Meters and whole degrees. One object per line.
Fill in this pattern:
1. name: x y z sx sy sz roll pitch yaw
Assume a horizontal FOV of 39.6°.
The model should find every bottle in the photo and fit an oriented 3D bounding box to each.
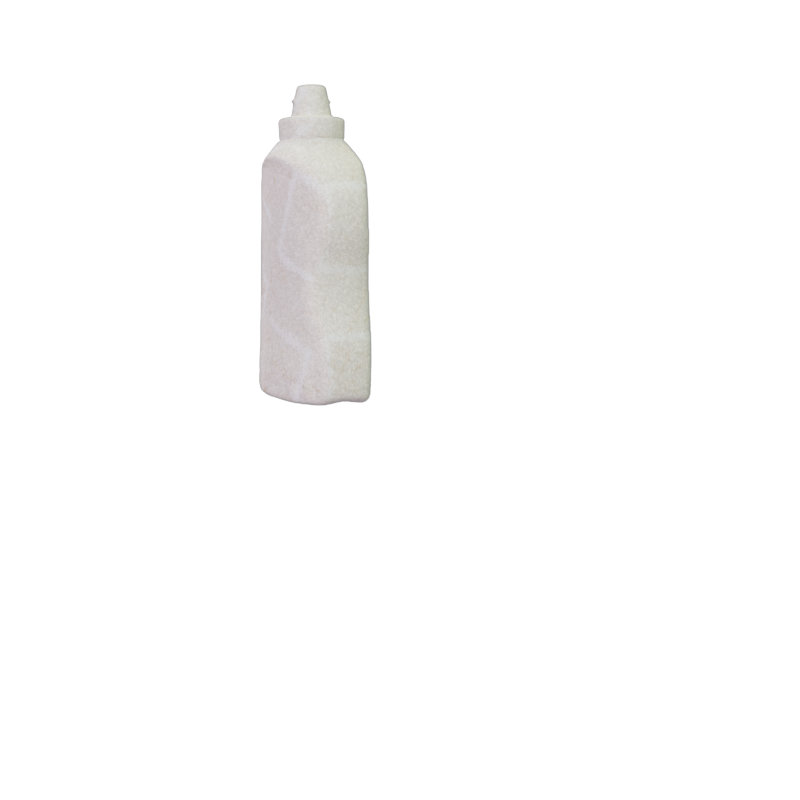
1. bottle: -0.054 -0.097 0.683 0.057 0.191 0.099 0 2 -27
